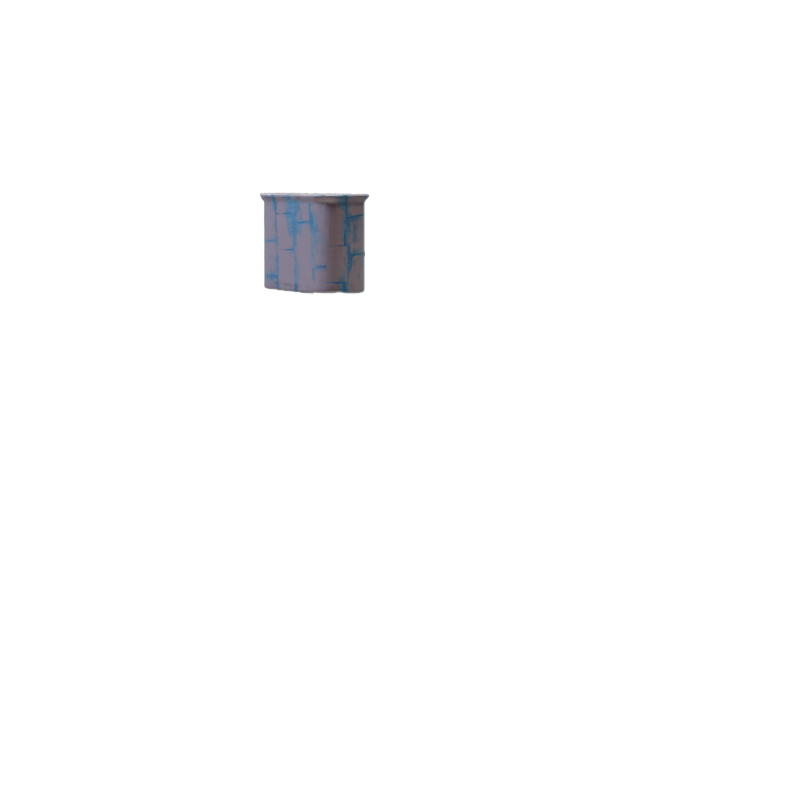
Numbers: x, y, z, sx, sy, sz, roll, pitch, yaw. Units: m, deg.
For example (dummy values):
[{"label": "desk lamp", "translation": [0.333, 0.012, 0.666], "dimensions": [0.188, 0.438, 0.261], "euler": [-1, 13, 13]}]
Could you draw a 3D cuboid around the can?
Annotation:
[{"label": "can", "translation": [-0.075, -0.136, 0.955], "dimensions": [0.056, 0.083, 0.107], "euler": [-5, 9, -42]}]
